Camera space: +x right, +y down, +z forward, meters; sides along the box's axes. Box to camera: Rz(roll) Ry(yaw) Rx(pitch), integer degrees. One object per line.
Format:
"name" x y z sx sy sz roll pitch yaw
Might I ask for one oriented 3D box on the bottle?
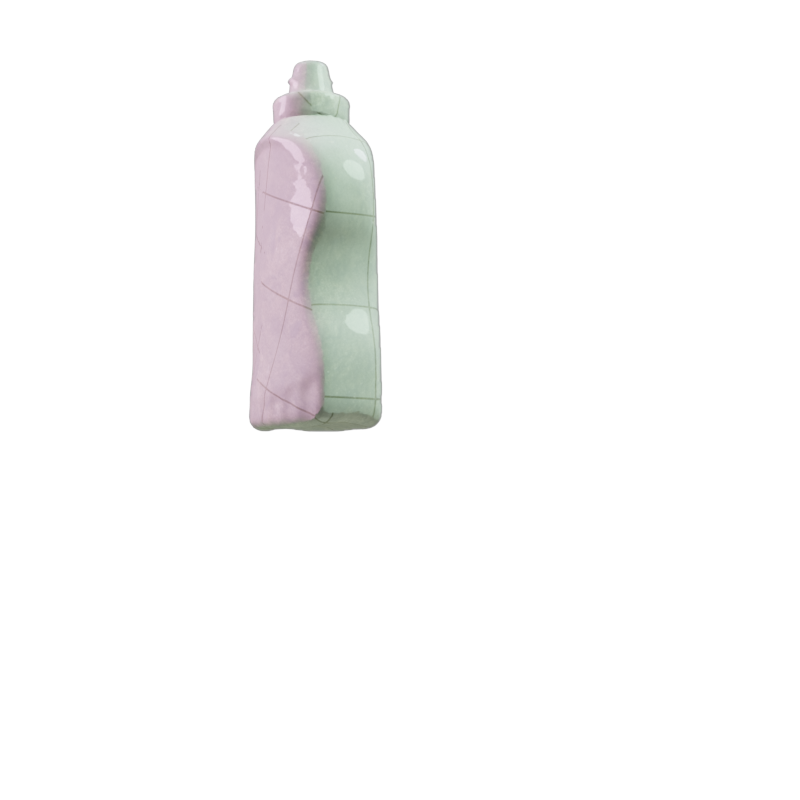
"bottle" -0.045 -0.082 0.572 0.057 0.197 0.096 4 -11 -23
